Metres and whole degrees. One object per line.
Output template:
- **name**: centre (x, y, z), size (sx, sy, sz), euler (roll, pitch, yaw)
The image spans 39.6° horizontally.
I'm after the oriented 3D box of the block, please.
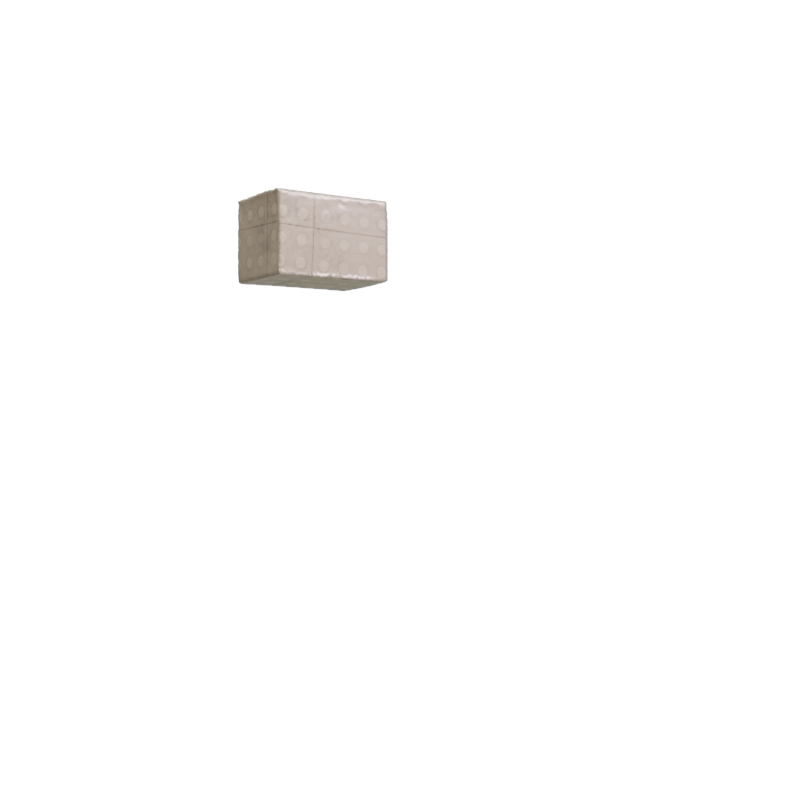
- **block**: centre (-0.053, -0.096, 0.671), size (0.075, 0.052, 0.054), euler (2, -6, -33)
